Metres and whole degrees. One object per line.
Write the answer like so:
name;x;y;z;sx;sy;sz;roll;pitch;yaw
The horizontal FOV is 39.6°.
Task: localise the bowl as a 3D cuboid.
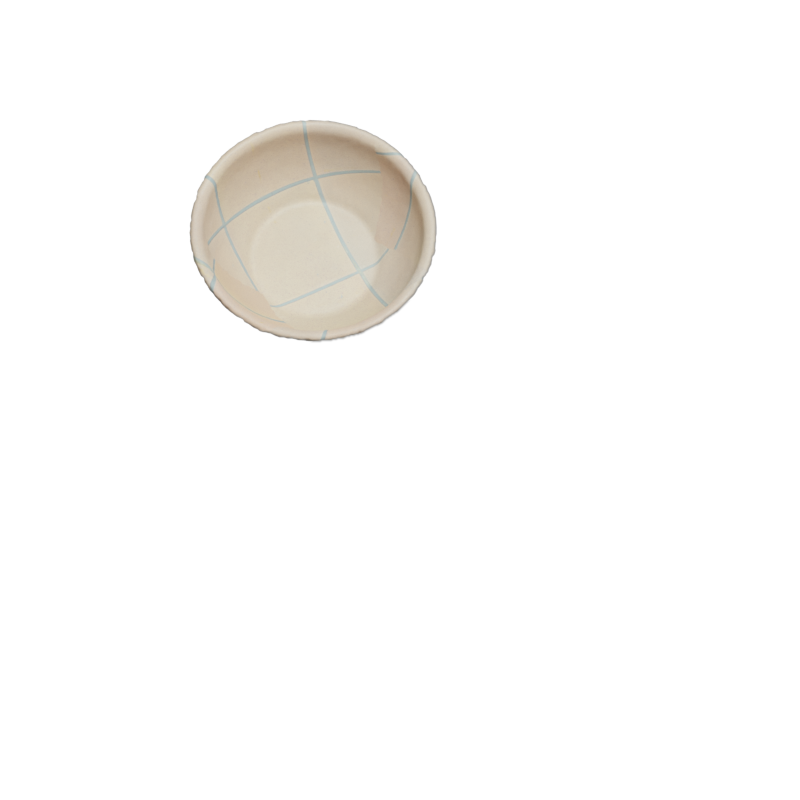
bowl;-0.059;-0.107;0.748;0.162;0.171;0.052;-1;-24;-1
